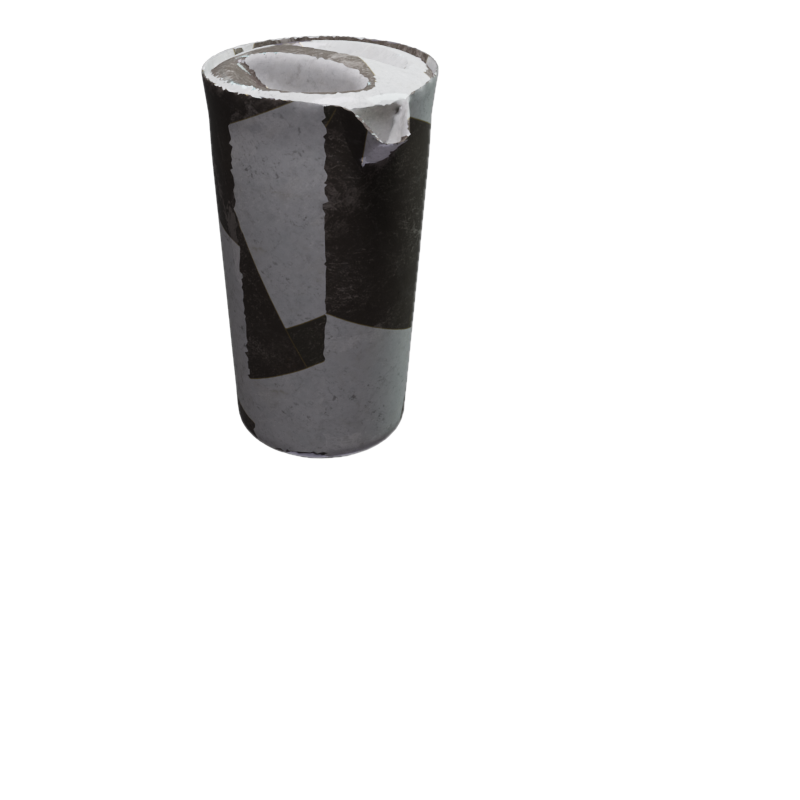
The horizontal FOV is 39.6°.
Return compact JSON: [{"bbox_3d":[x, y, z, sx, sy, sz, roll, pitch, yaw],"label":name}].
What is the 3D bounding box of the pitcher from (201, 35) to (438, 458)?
[{"bbox_3d":[-0.053,-0.097,0.680,0.148,0.229,0.155,8,29,12],"label":"pitcher"}]
